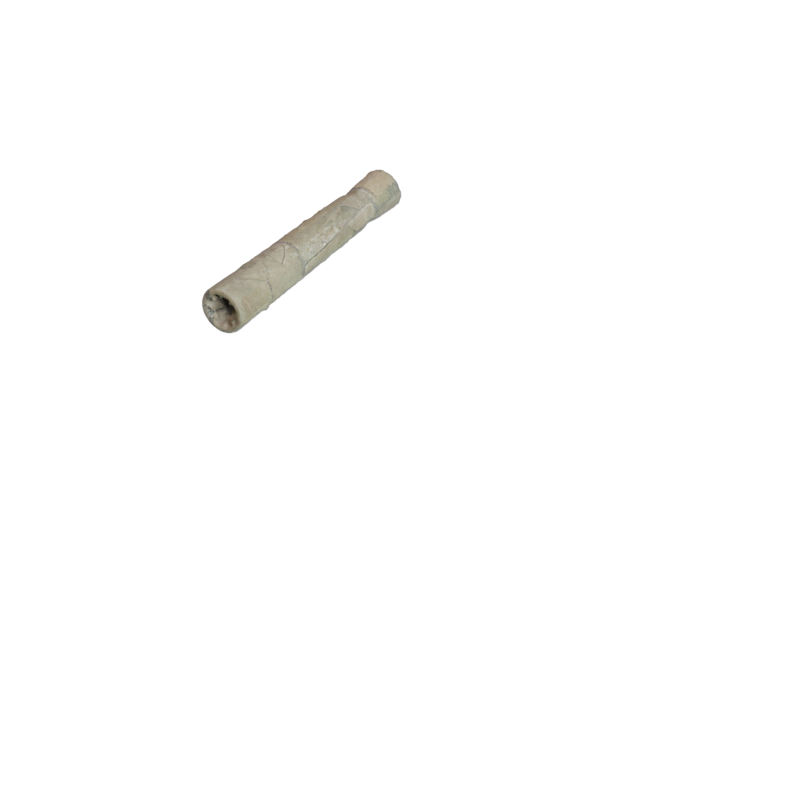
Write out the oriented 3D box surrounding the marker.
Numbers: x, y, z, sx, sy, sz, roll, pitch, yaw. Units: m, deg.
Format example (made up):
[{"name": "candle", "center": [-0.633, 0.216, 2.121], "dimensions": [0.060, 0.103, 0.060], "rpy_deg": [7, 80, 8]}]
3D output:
[{"name": "marker", "center": [-0.035, -0.064, 0.446], "dimensions": [0.020, 0.019, 0.123], "rpy_deg": [2, 32, 34]}]
